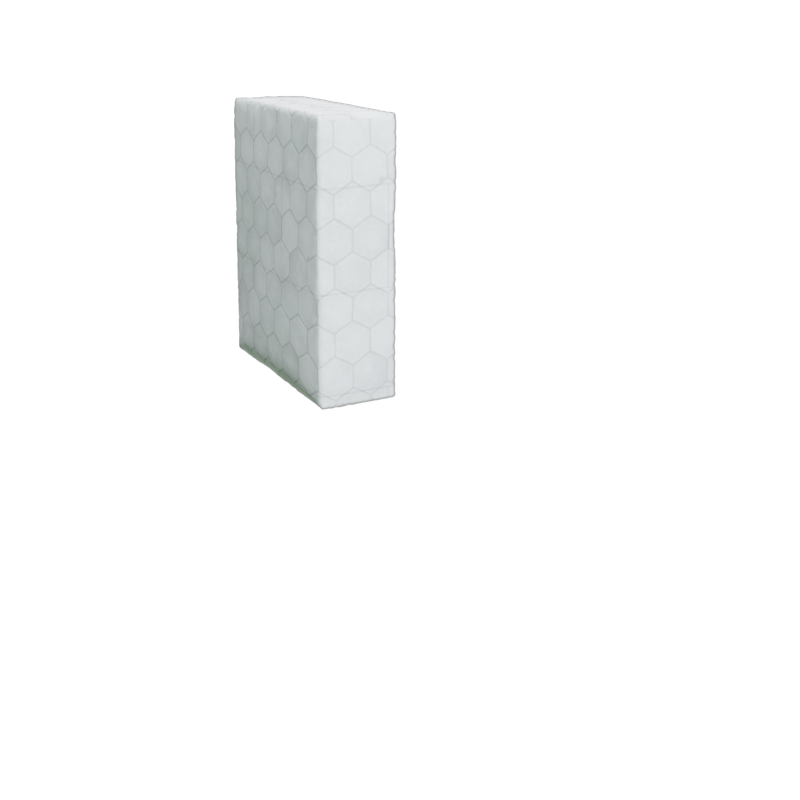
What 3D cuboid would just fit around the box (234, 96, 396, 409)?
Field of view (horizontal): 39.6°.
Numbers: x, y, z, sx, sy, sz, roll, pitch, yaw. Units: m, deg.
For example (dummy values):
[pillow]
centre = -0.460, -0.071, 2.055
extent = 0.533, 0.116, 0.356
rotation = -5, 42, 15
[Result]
[box]
centre = -0.067, -0.122, 0.857
extent = 0.070, 0.207, 0.174
rotation = -6, 17, -27
